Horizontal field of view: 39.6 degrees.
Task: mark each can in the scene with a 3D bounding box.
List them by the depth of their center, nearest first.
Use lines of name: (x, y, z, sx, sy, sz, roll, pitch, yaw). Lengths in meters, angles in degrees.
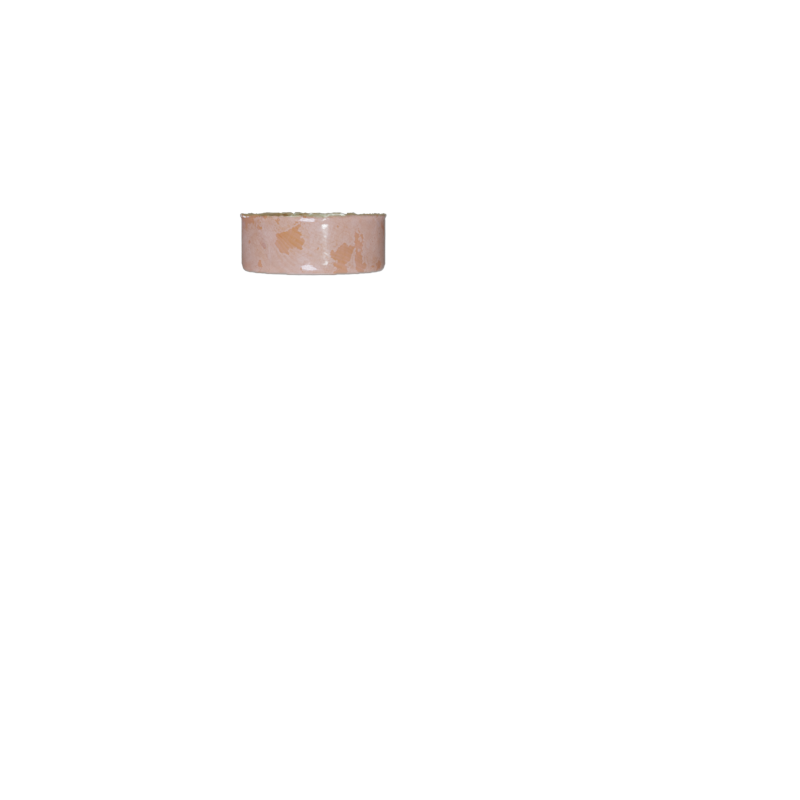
can: (-0.051, -0.093, 0.649, 0.086, 0.033, 0.087, 0, 10, -2)
